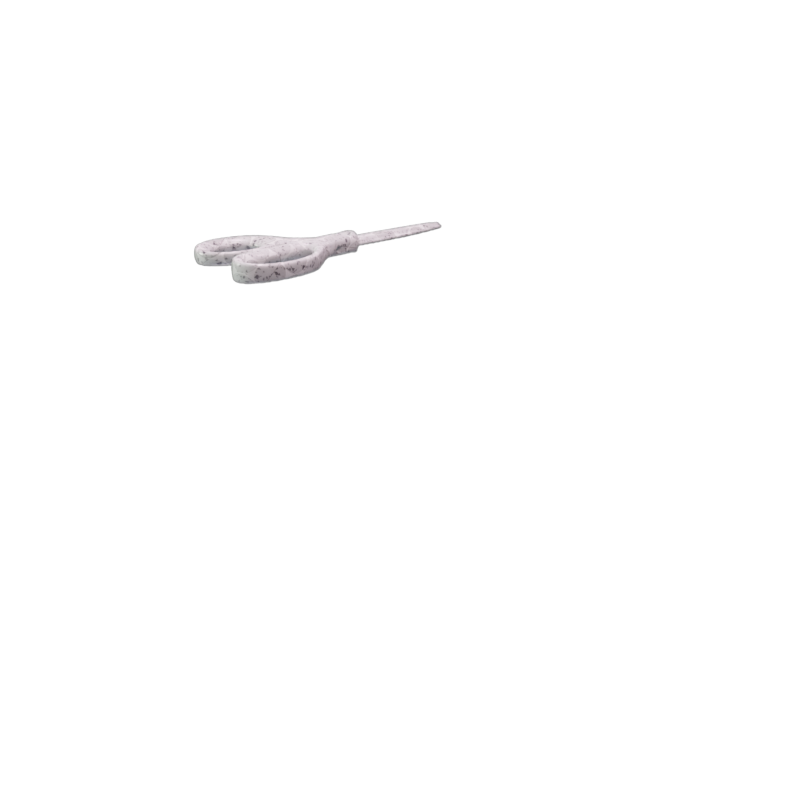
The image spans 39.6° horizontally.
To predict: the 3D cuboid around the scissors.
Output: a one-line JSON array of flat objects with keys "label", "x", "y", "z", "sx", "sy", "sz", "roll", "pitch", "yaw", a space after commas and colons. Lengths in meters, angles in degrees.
[{"label": "scissors", "x": -0.059, "y": -0.108, "z": 0.759, "sx": 0.100, "sy": 0.015, "sz": 0.200, "roll": 11, "pitch": 22, "yaw": 28}]
